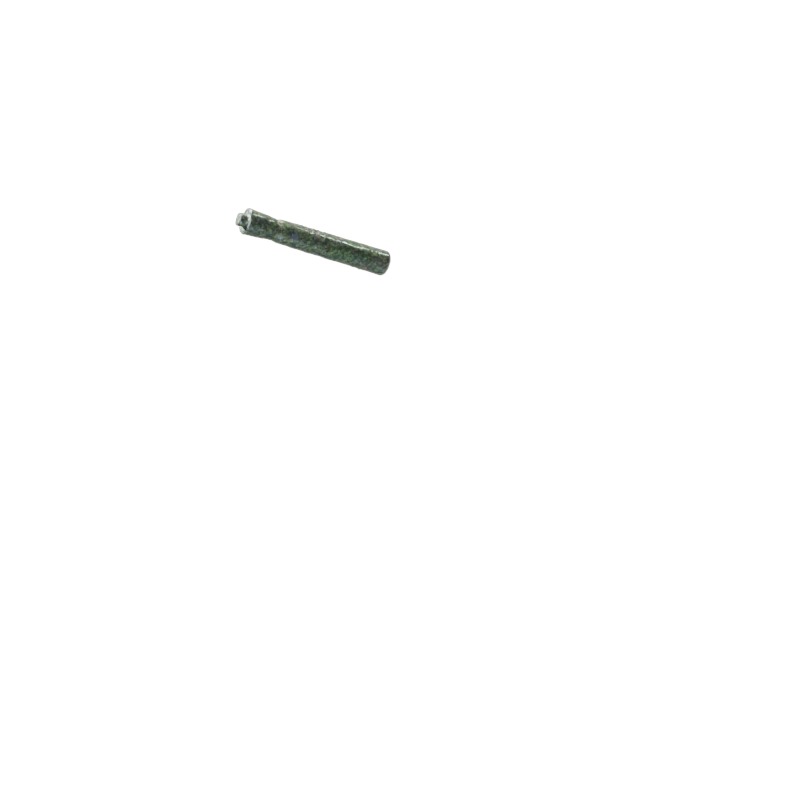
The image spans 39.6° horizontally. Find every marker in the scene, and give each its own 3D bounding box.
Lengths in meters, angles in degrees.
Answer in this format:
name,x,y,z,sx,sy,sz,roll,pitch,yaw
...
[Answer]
name,x,y,z,sx,sy,sz,roll,pitch,yaw
marker,-0.063,-0.114,0.798,0.116,0.020,0.020,14,-3,-25
